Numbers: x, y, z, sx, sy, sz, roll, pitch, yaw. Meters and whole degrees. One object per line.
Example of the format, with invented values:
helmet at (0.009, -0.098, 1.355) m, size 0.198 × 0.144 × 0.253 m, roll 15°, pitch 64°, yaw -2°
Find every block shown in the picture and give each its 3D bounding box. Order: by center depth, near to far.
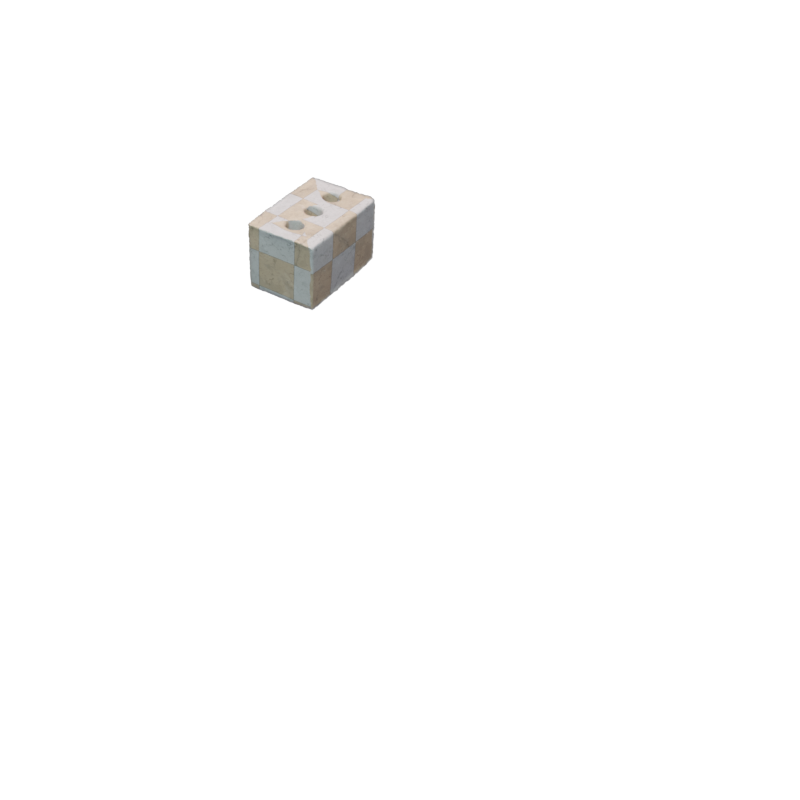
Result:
block at (-0.059, -0.107, 0.749) m, size 0.055 × 0.048 × 0.079 m, roll 21°, pitch 41°, yaw 24°
